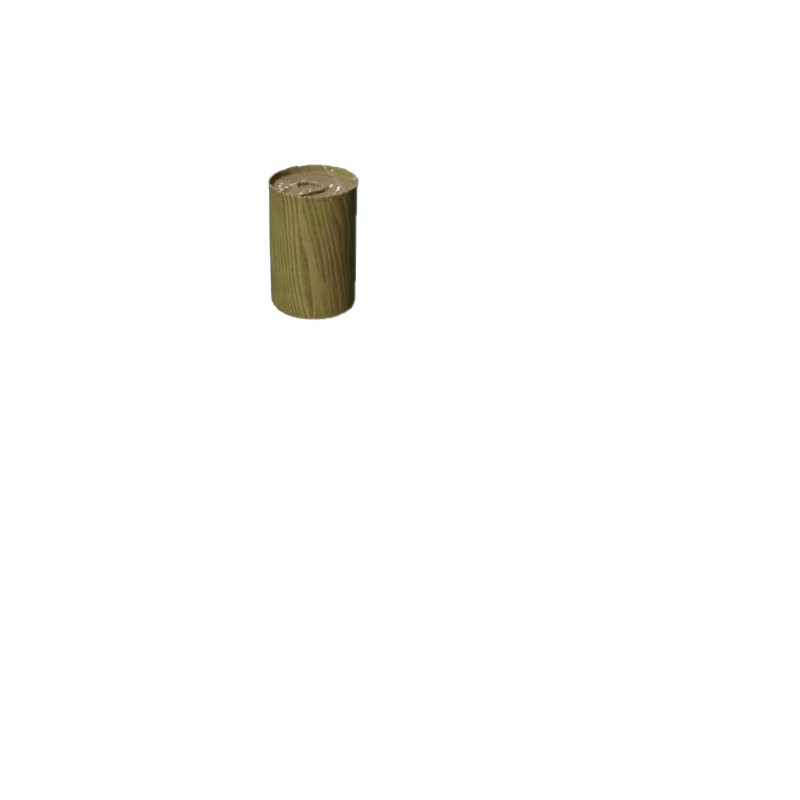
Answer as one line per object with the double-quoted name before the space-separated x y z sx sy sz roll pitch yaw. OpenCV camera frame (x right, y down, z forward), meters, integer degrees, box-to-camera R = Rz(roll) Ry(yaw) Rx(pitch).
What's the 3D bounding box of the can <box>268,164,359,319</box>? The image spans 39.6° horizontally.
"can" -0.067 -0.121 0.851 0.068 0.097 0.073 0 27 -2
